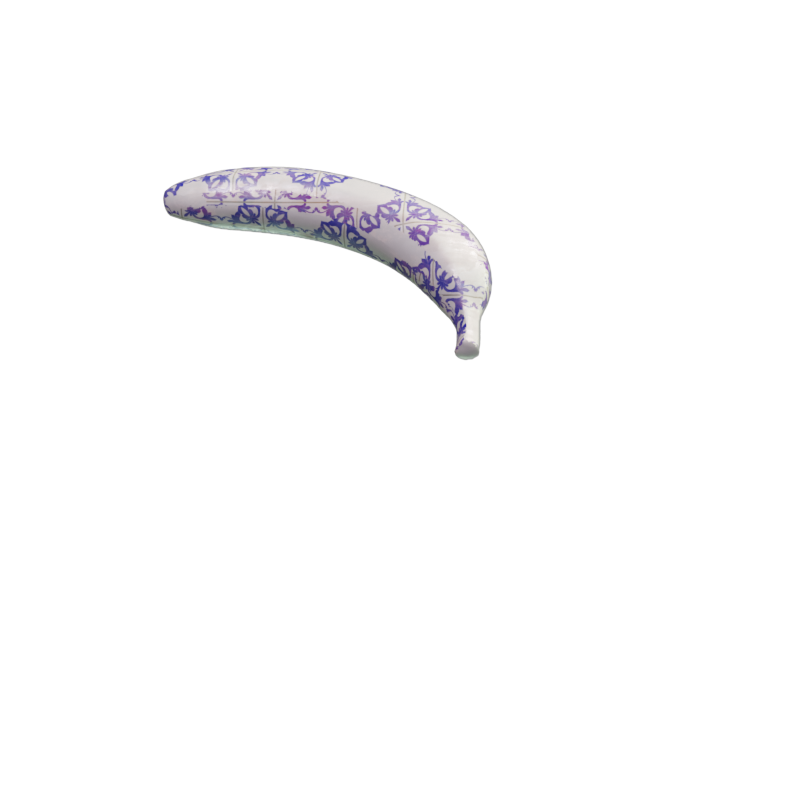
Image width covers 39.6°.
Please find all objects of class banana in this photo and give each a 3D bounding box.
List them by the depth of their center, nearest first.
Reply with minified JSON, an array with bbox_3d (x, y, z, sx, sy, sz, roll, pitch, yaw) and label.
[{"bbox_3d":[-0.029,-0.086,0.556,0.209,0.034,0.070,26,44,30],"label":"banana"}]
